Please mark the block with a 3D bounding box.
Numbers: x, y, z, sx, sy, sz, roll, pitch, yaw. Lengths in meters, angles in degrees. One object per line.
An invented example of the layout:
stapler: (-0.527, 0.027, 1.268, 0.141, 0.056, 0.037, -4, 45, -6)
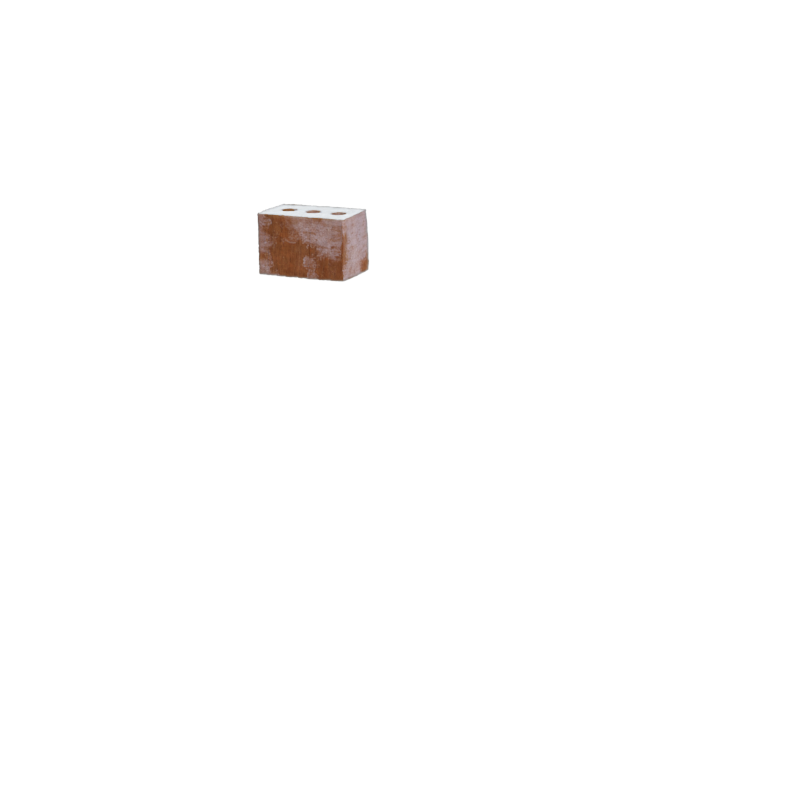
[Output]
block: (-0.070, -0.128, 0.898, 0.080, 0.050, 0.053, 7, 16, 21)
